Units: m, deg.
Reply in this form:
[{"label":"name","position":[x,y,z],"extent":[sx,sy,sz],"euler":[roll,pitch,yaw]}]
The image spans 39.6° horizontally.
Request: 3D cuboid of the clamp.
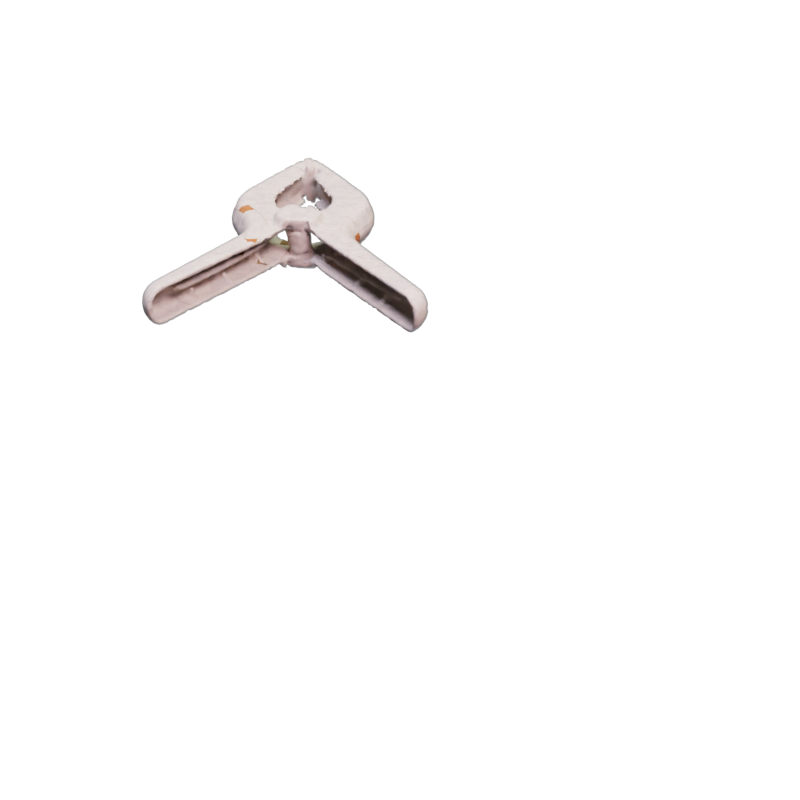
[{"label":"clamp","position":[-0.056,-0.102,0.712],"extent":[0.167,0.034,0.220],"euler":[5,33,8]}]
